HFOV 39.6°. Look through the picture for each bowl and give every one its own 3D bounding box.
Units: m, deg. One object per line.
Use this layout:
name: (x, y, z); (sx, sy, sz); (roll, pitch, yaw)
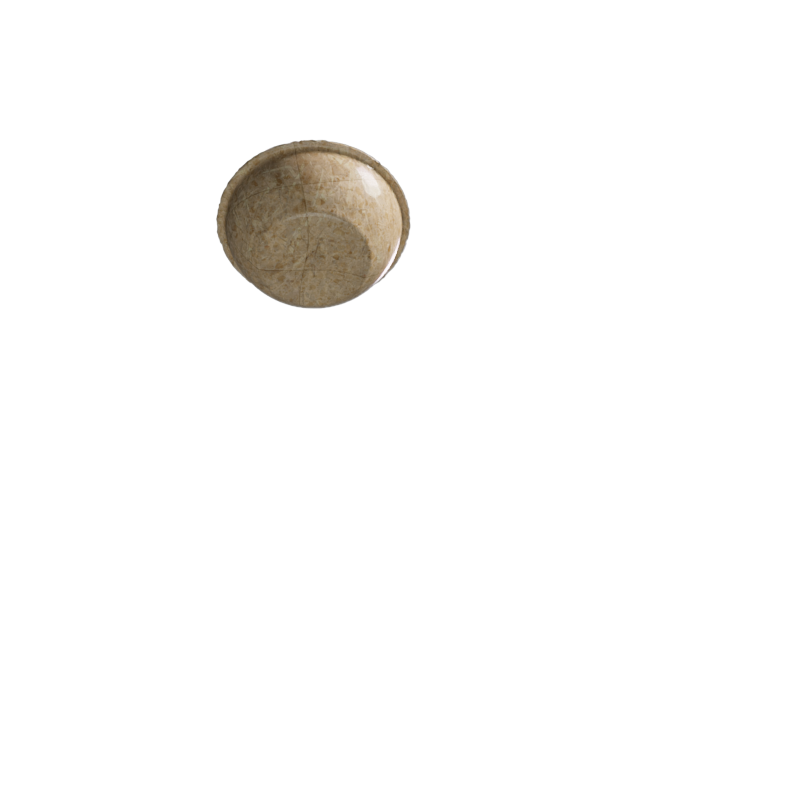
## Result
bowl: (-0.071, -0.129, 0.903); (0.162, 0.152, 0.059); (1, 37, -1)
